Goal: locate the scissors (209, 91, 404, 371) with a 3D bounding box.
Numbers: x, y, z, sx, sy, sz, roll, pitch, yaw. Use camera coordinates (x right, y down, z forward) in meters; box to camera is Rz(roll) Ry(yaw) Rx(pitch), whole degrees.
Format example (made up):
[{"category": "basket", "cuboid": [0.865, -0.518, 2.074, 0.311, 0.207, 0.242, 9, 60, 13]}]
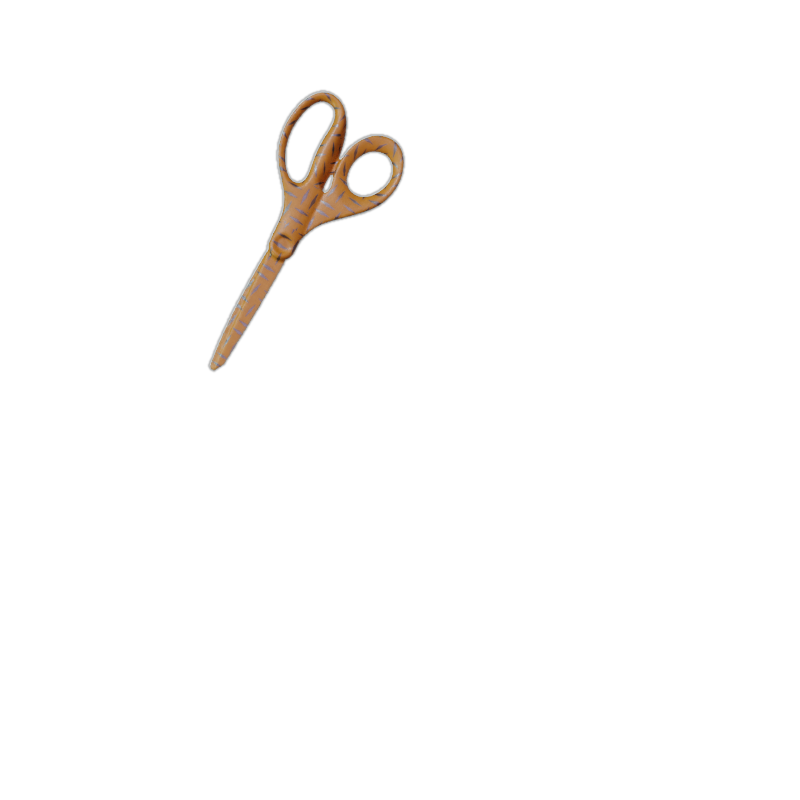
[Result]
[{"category": "scissors", "cuboid": [-0.059, -0.107, 0.752, 0.096, 0.203, 0.016, 14, -3, 1]}]
